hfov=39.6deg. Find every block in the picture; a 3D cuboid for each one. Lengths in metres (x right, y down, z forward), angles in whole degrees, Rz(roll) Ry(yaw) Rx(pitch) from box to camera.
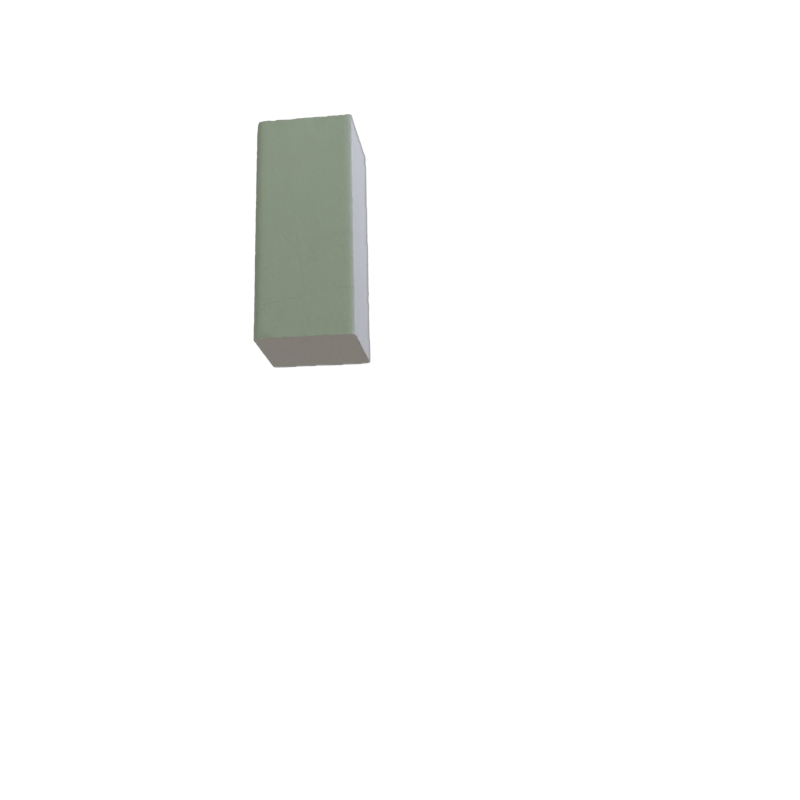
[{"bbox_3d":[-0.079,-0.142,0.995,0.091,0.216,0.085,-4,-21,7],"label":"block"}]
